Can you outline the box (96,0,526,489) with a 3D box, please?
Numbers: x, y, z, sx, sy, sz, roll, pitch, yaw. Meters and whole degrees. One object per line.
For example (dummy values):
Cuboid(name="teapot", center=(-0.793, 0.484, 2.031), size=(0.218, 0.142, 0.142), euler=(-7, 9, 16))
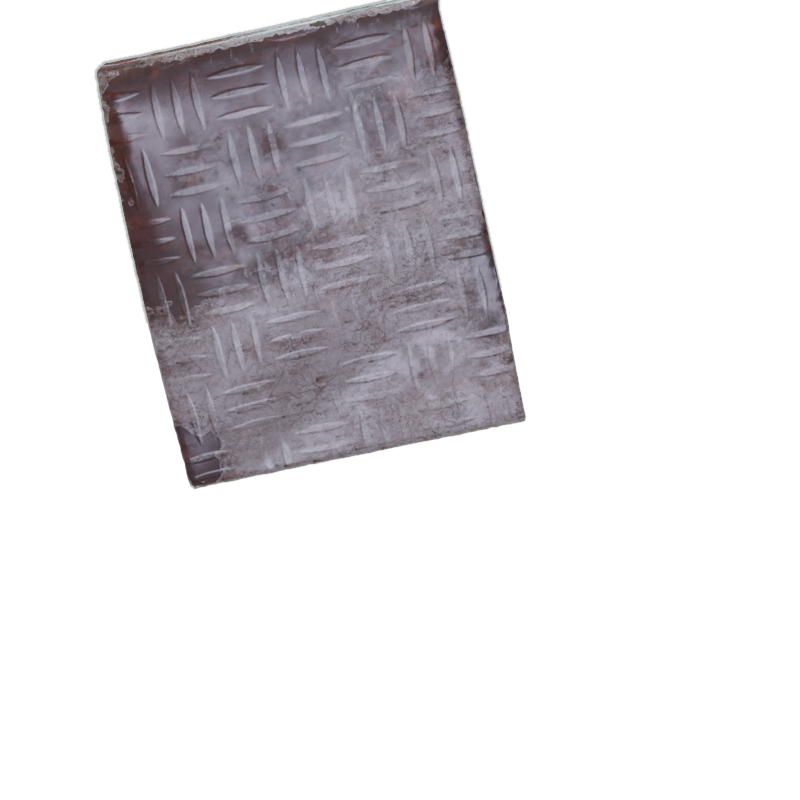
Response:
Cuboid(name="box", center=(-0.023, -0.041, 0.289), size=(0.090, 0.110, 0.040), euler=(-12, 12, 2))
